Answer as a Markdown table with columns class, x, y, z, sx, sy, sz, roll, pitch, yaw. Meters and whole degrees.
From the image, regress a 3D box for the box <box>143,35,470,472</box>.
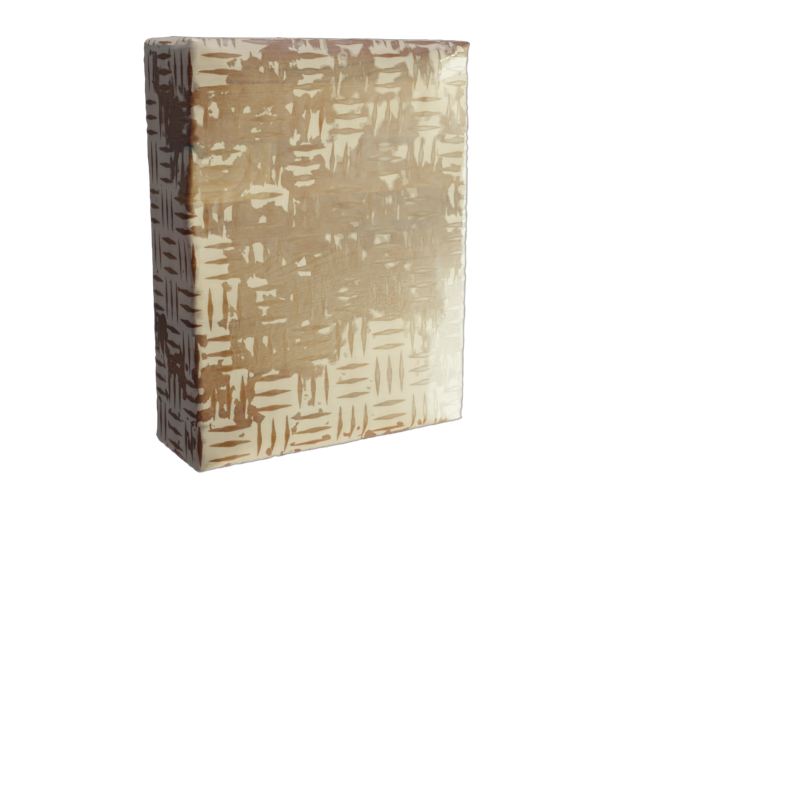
| class | x | y | z | sx | sy | sz | roll | pitch | yaw |
| --- | --- | --- | --- | --- | --- | --- | --- | --- | --- |
| box | -0.046 | -0.084 | 0.589 | 0.160 | 0.209 | 0.076 | -7 | 13 | -29 |
